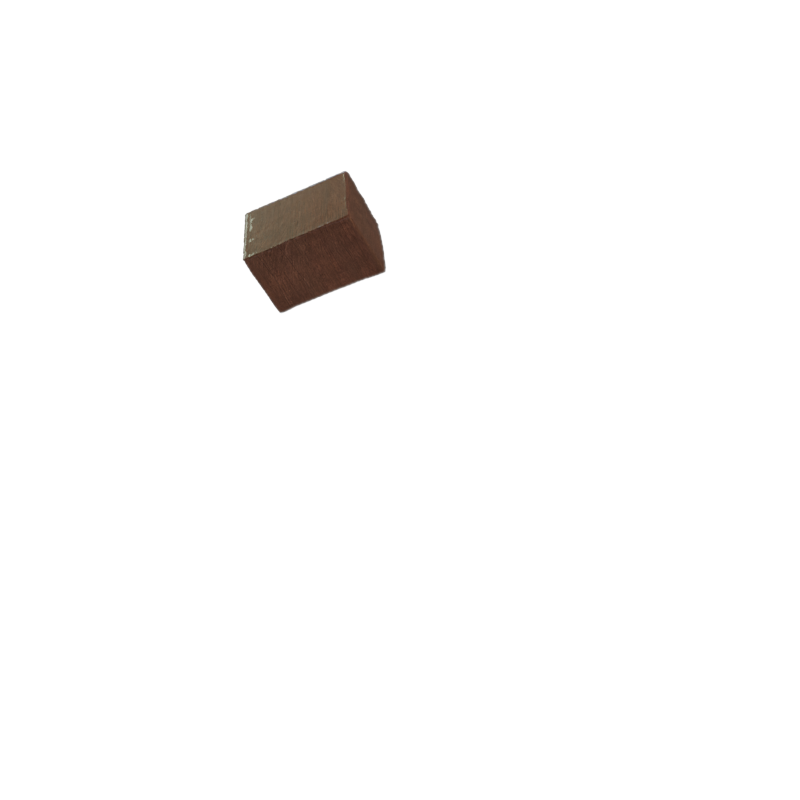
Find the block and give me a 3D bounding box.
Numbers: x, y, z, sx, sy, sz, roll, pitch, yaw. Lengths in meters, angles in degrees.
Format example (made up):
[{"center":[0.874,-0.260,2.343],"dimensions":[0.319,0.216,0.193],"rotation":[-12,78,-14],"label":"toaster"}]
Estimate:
[{"center":[-0.056,-0.102,0.716],"dimensions":[0.078,0.055,0.049],"rotation":[-20,-50,16],"label":"block"}]
